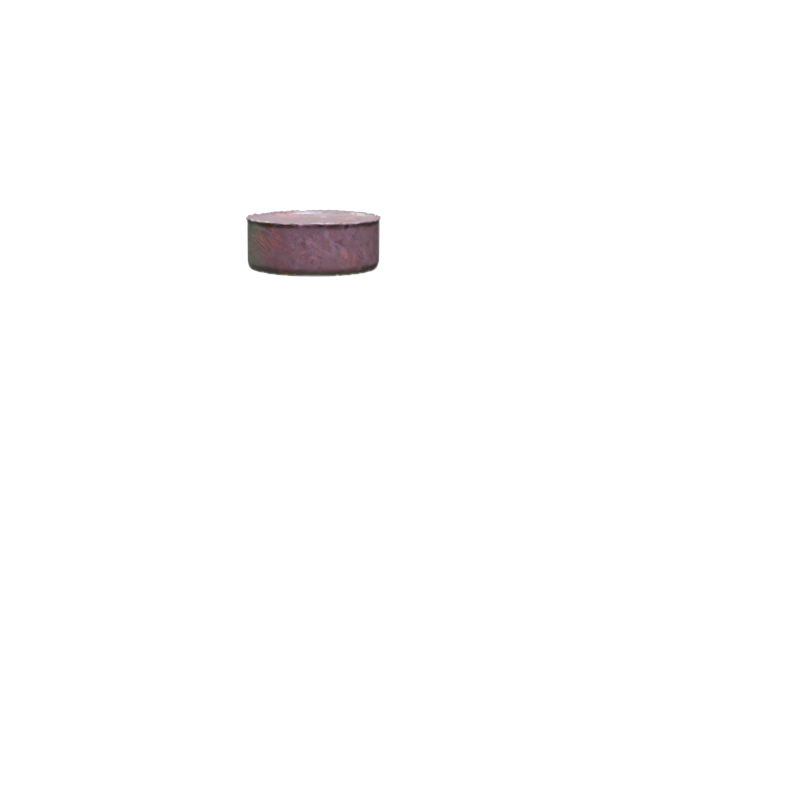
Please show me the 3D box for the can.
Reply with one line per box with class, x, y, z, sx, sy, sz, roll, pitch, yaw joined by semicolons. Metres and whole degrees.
can;-0.056;-0.101;0.711;0.086;0.033;0.088;0;14;-2
